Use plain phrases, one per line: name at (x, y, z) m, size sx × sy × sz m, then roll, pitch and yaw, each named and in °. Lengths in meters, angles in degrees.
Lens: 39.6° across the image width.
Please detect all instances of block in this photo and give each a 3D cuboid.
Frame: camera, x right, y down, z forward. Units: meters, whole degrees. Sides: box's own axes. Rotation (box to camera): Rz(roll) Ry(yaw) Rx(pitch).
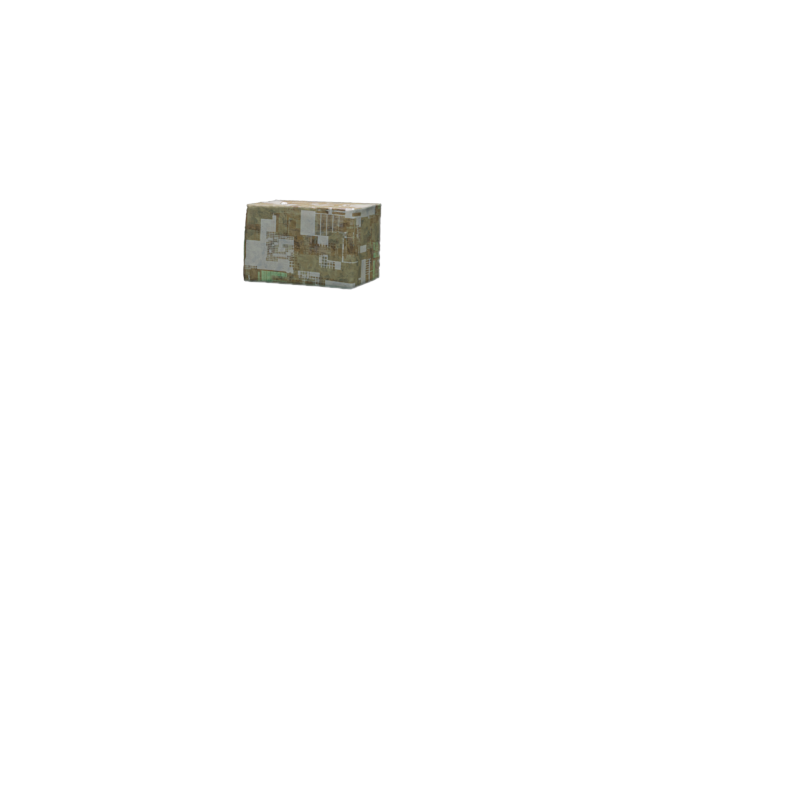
block at (-0.057, -0.103, 0.724) m, size 0.080 × 0.050 × 0.052 m, roll 5°, pitch 12°, yaw 21°
